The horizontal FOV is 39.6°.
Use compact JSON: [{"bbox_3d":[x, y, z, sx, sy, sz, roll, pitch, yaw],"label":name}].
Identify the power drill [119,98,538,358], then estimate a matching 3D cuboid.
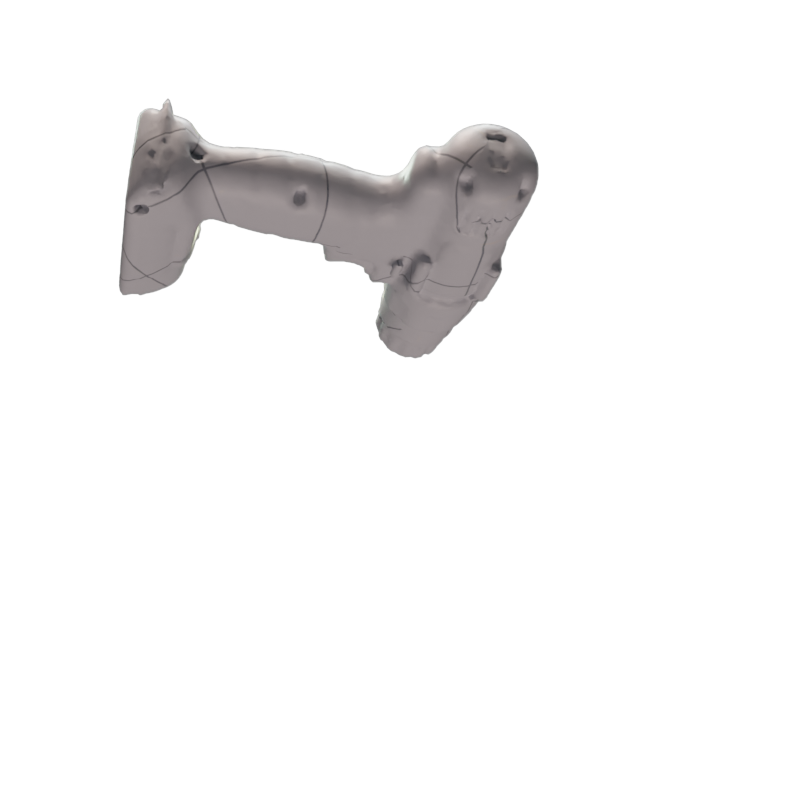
[{"bbox_3d":[-0.043,-0.079,0.553,0.185,0.061,0.176,5,-28,-10],"label":"power drill"}]
